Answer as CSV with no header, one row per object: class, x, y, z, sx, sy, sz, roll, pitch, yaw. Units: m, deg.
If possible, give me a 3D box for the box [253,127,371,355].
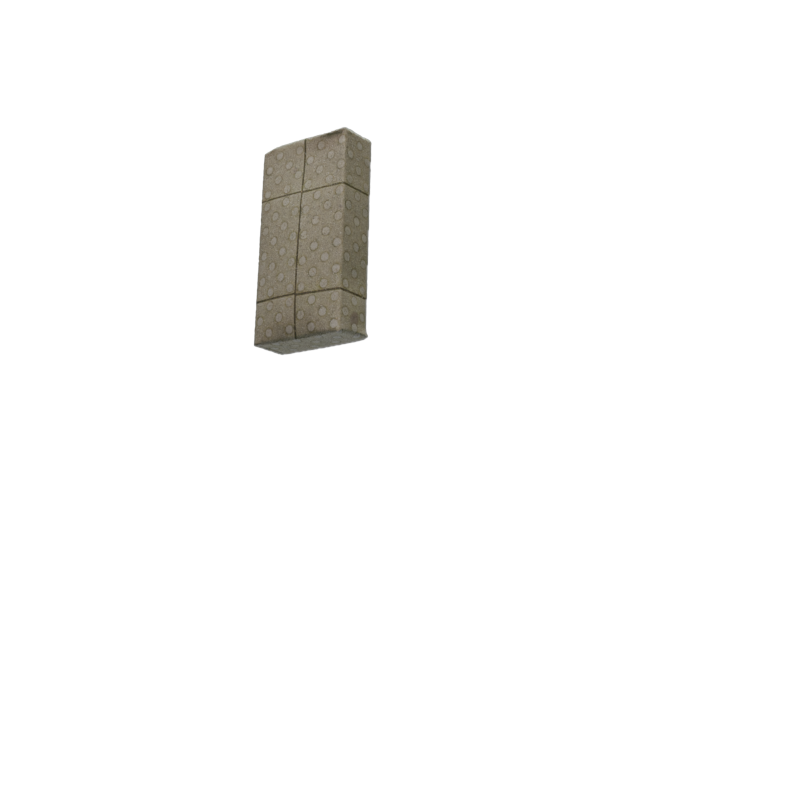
box,-0.073,-0.132,0.925,0.095,0.183,0.045,-12,-20,35
